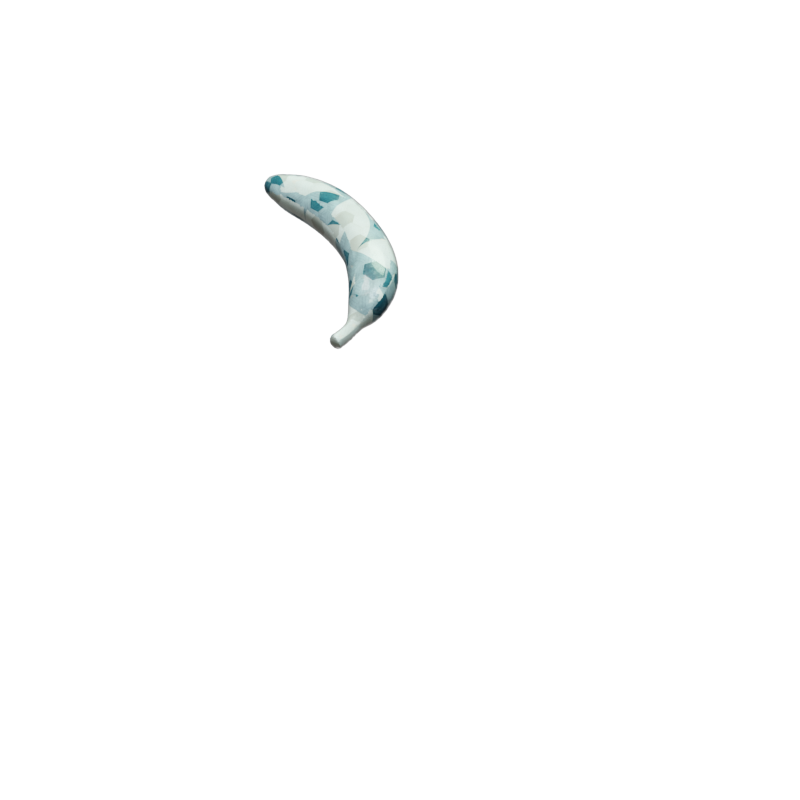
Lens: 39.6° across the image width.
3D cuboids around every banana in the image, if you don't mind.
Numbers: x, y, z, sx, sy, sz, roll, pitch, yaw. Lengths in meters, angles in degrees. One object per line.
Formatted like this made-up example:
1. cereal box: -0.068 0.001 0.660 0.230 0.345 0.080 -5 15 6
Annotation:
1. banana: -0.046 -0.120 0.833 0.069 0.034 0.214 -12 44 -14
